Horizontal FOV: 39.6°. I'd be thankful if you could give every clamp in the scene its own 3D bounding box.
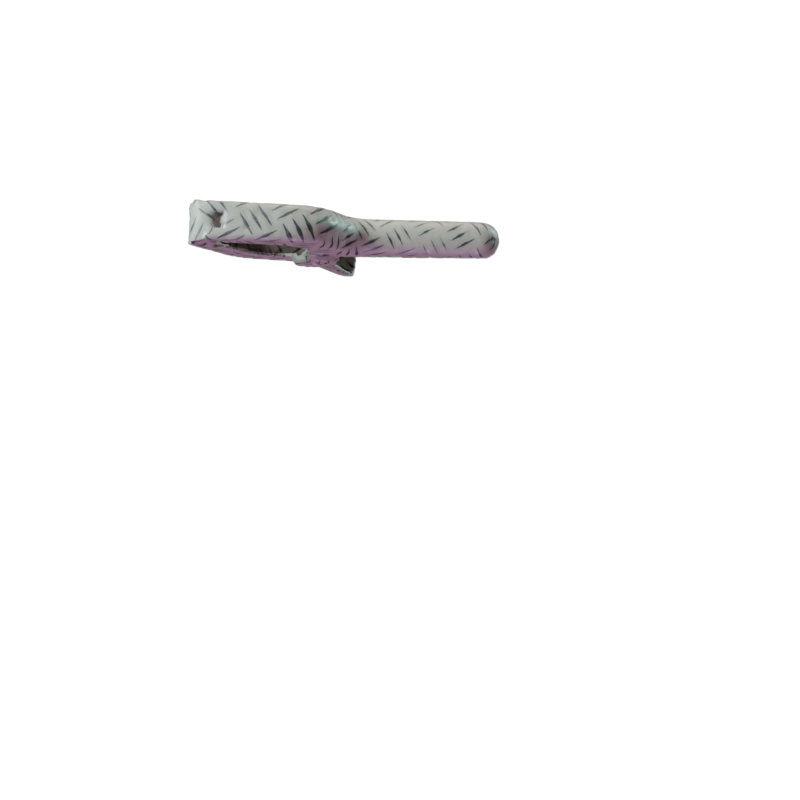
[{"bbox_3d":[-0.061,-0.111,0.777,0.202,0.037,0.169,1,-2,-34],"label":"clamp"}]
